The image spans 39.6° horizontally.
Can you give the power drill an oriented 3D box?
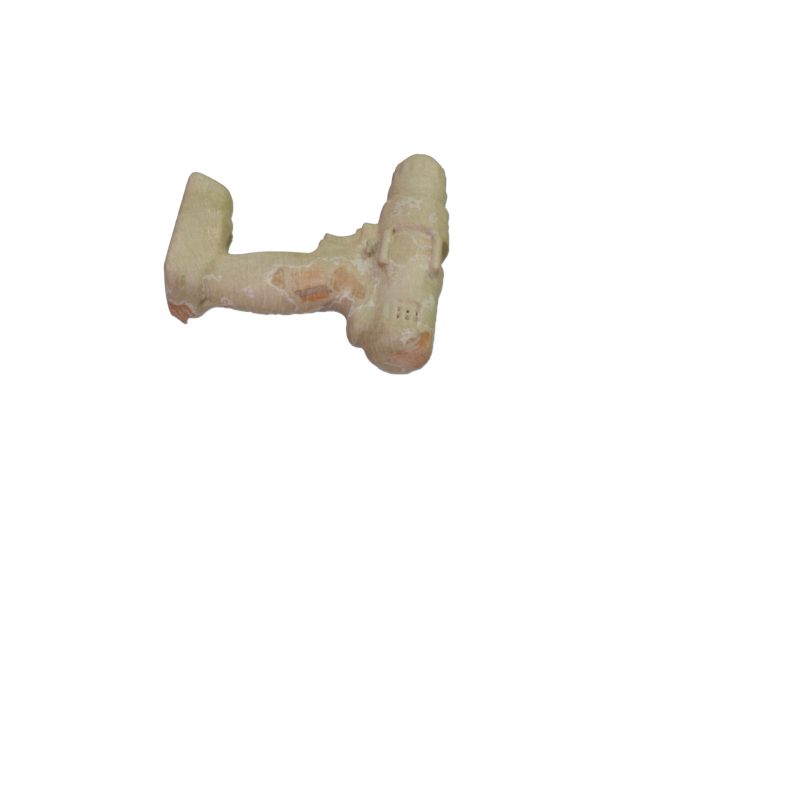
[{"bbox_3d":[-0.060,-0.110,0.769,0.189,0.196,0.053,5,-39,4],"label":"power drill"}]
